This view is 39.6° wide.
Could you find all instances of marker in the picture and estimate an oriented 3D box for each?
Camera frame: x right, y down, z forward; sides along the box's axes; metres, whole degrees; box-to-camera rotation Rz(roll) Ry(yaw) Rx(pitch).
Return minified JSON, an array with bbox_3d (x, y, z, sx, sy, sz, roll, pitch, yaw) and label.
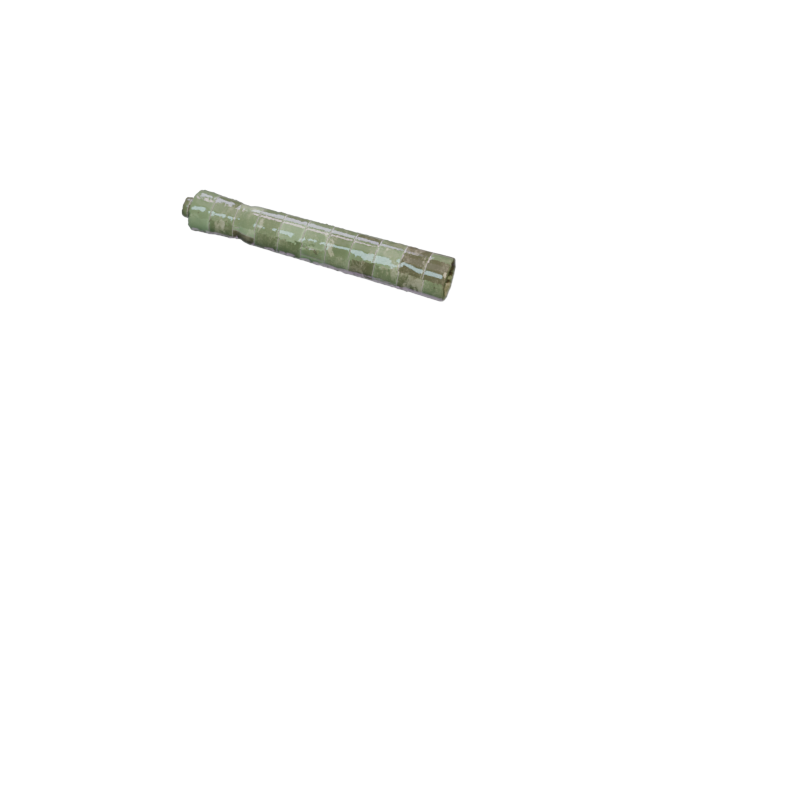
[{"bbox_3d":[-0.037,-0.067,0.471,0.125,0.019,0.019,18,8,15],"label":"marker"}]
